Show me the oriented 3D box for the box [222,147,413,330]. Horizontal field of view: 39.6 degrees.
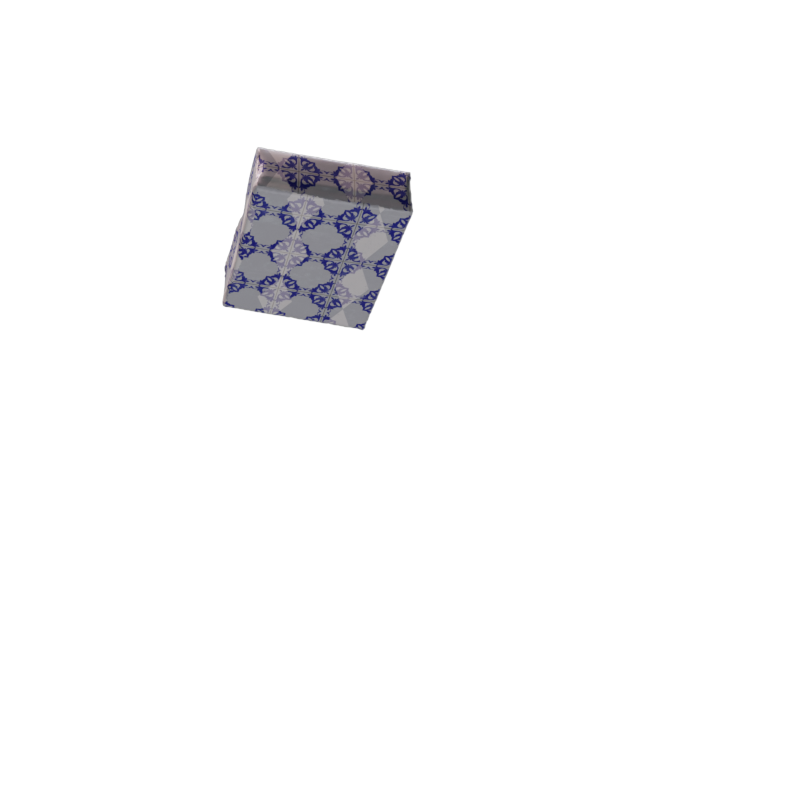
[{"bbox_3d":[-0.041,-0.075,0.528,0.072,0.032,0.085,9,-39,-12],"label":"box"}]
